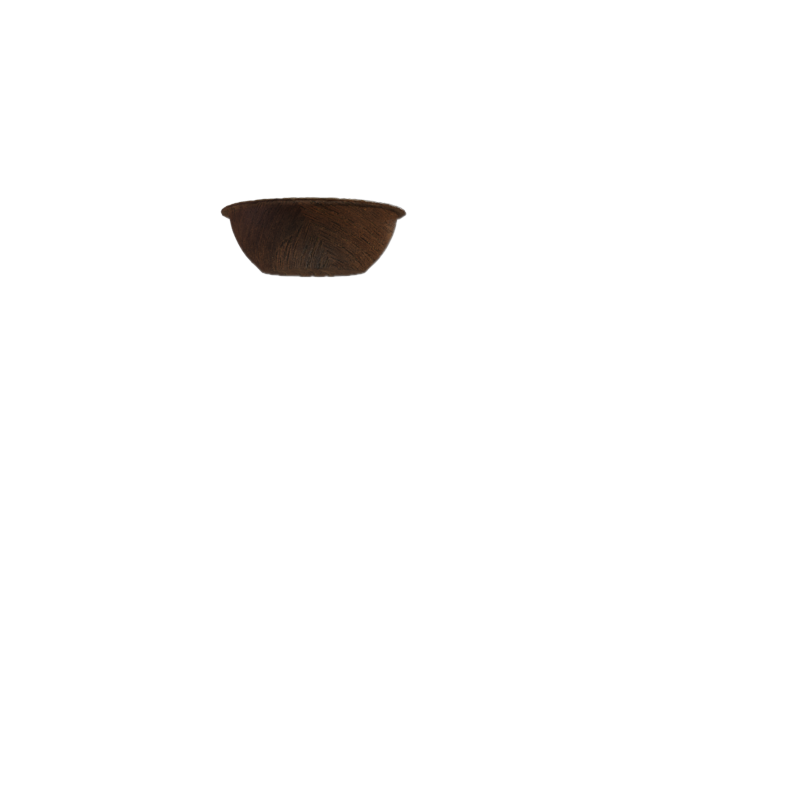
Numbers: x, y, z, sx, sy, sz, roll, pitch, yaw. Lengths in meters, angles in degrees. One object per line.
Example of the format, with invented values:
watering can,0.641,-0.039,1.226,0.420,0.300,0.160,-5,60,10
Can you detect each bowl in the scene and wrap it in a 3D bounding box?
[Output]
bowl,-0.076,-0.138,0.965,0.162,0.055,0.161,0,1,-2
